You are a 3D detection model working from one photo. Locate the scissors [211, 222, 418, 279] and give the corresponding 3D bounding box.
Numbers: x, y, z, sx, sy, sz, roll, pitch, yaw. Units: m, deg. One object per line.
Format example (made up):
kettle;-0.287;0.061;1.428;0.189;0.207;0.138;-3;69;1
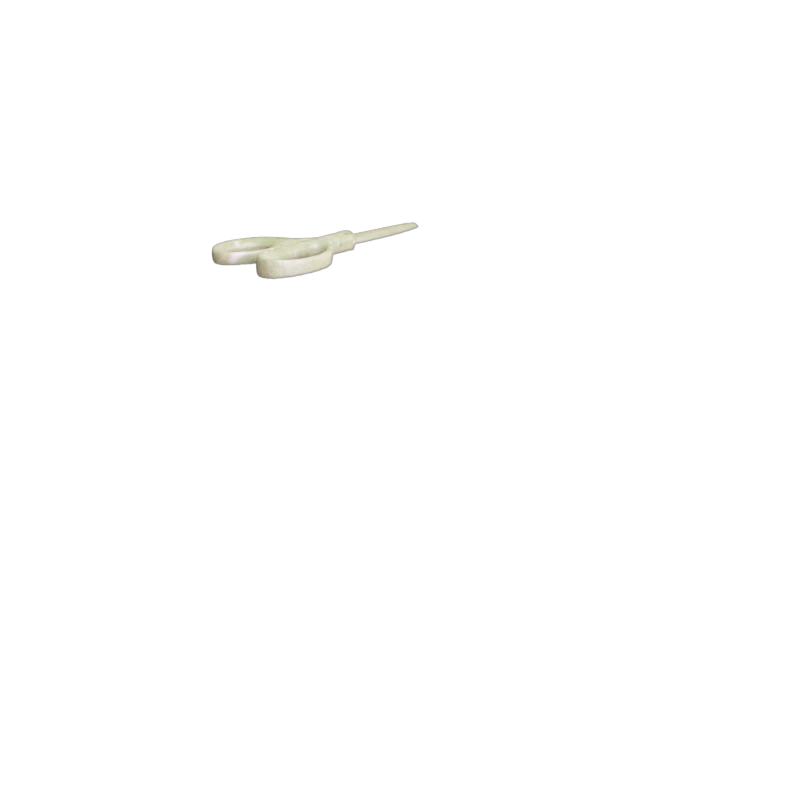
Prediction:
scissors;-0.065;-0.118;0.825;0.099;0.015;0.202;7;19;20
